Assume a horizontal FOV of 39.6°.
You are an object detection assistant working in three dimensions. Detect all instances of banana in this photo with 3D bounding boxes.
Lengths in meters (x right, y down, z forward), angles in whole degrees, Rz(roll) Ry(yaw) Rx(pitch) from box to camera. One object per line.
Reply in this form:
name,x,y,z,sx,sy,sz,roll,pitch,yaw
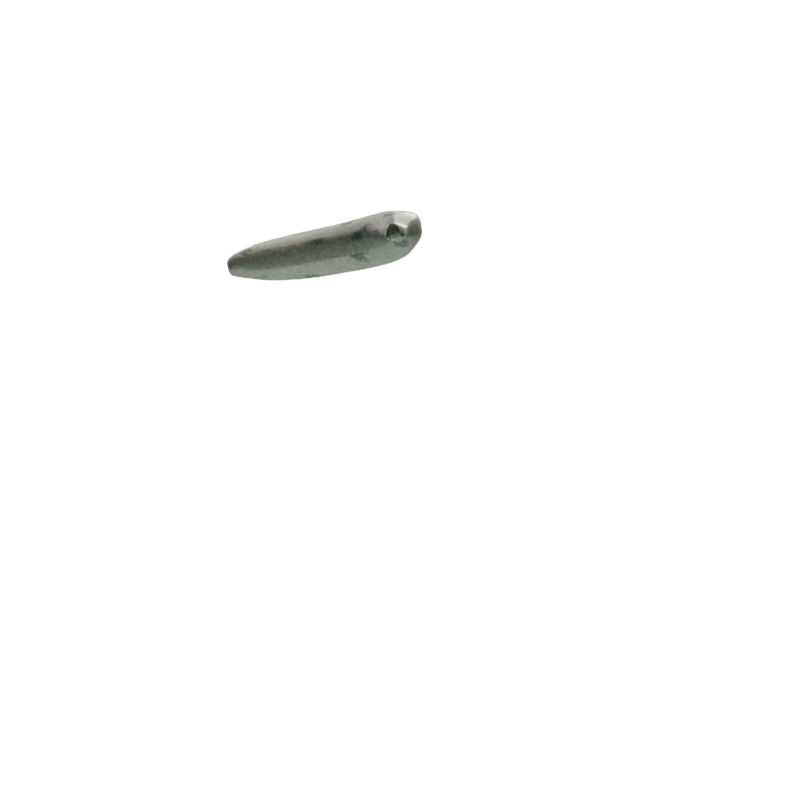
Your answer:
banana,-0.048,-0.117,0.830,0.066,0.038,0.203,6,-8,-42
